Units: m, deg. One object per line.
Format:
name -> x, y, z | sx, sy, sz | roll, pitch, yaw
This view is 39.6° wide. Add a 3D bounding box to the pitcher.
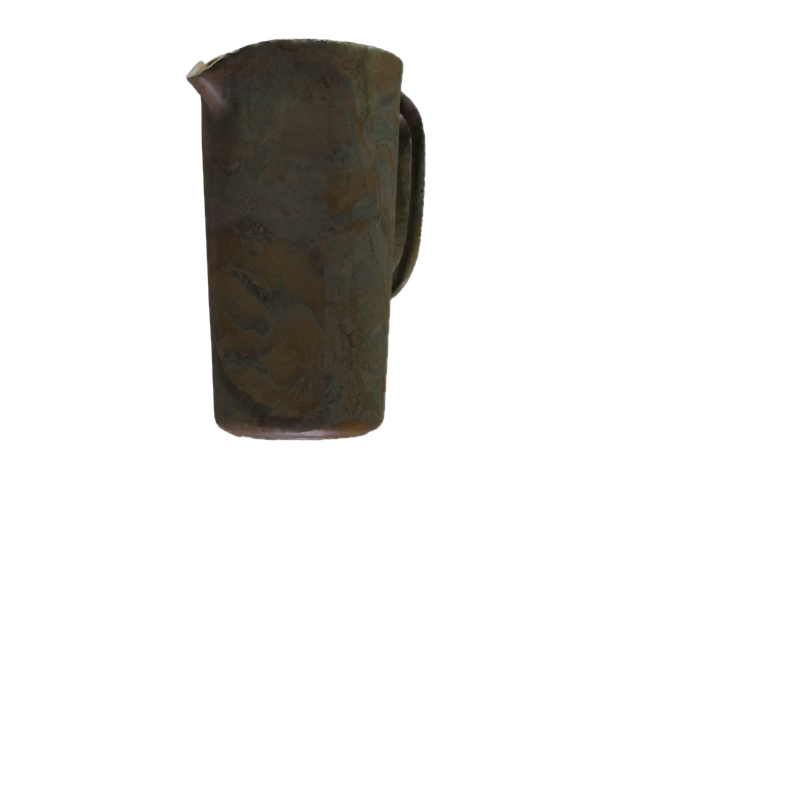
pitcher -> -0.056, -0.102, 0.715 | 0.150, 0.245, 0.144 | 0, -2, 2
